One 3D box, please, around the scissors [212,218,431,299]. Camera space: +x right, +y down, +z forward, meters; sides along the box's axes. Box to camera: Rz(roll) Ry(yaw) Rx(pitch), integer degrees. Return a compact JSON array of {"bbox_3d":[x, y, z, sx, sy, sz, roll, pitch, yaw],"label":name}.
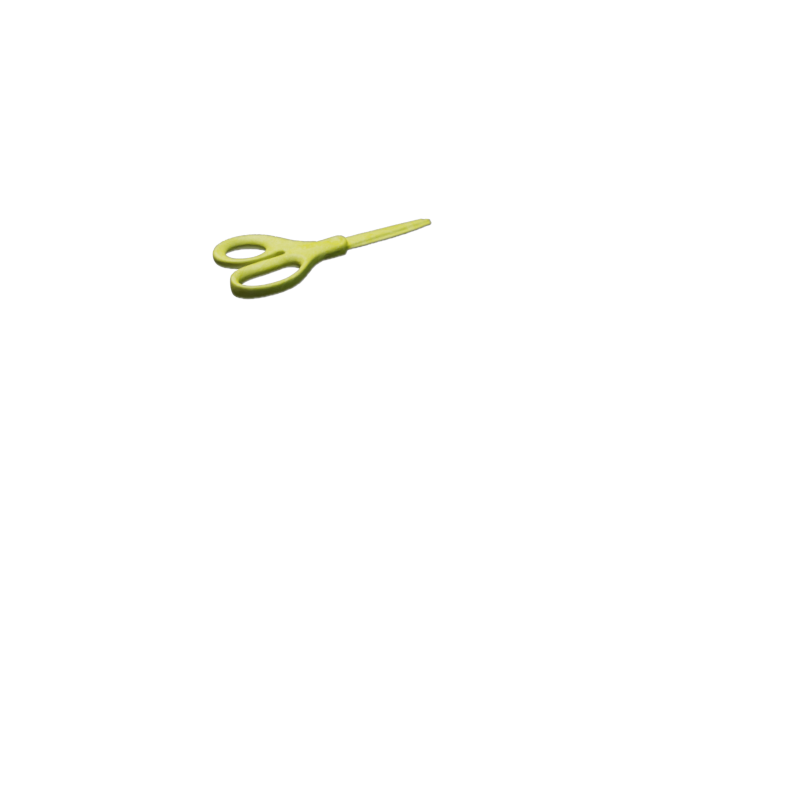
[{"bbox_3d":[-0.074,-0.136,0.951,0.103,0.015,0.201,28,43,34],"label":"scissors"}]
